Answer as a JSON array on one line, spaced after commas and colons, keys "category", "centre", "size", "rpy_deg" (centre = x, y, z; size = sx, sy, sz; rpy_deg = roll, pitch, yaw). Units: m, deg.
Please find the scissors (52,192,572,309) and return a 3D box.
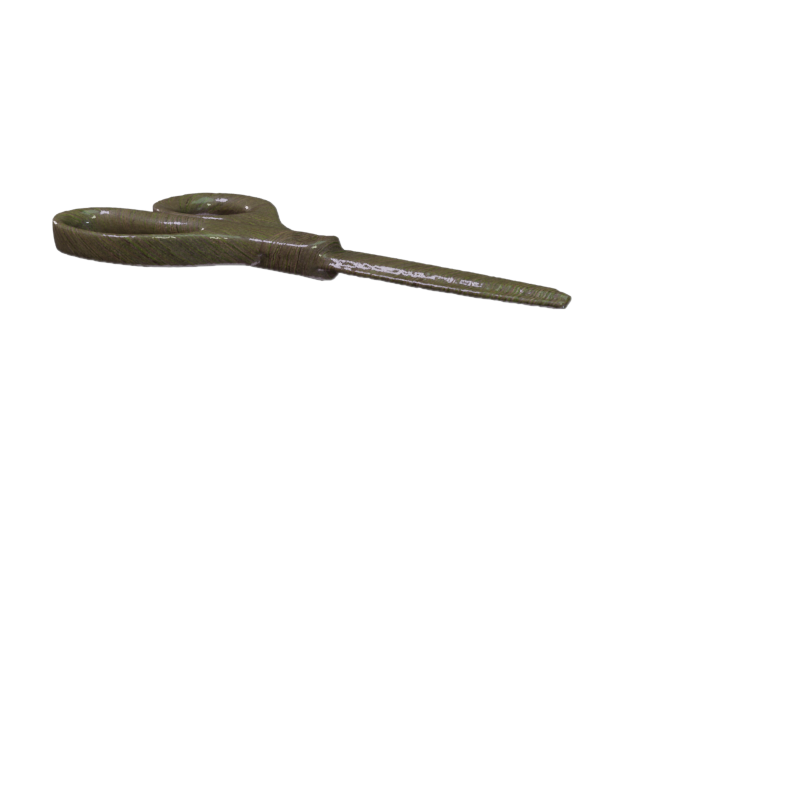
[{"category": "scissors", "centre": [-0.032, -0.059, 0.410], "size": [0.208, 0.015, 0.097], "rpy_deg": [8, 22, 19]}]
